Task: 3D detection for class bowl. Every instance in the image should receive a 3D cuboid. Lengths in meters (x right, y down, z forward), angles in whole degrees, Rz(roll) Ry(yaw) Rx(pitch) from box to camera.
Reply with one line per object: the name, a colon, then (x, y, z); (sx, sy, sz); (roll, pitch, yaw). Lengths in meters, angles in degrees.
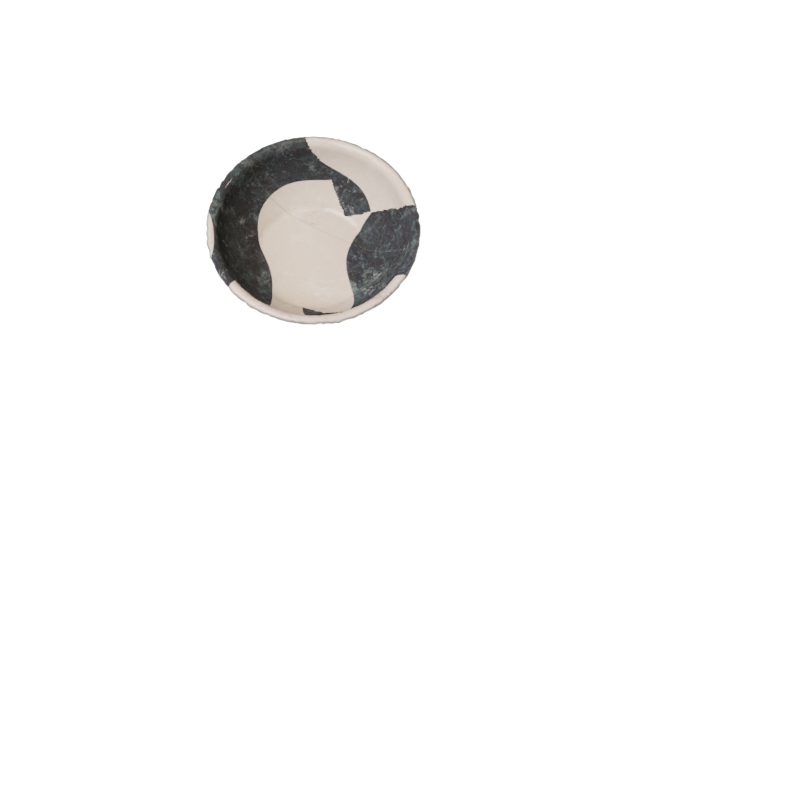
bowl: (-0.067, -0.123, 0.858); (0.162, 0.172, 0.052); (-1, -26, -1)
